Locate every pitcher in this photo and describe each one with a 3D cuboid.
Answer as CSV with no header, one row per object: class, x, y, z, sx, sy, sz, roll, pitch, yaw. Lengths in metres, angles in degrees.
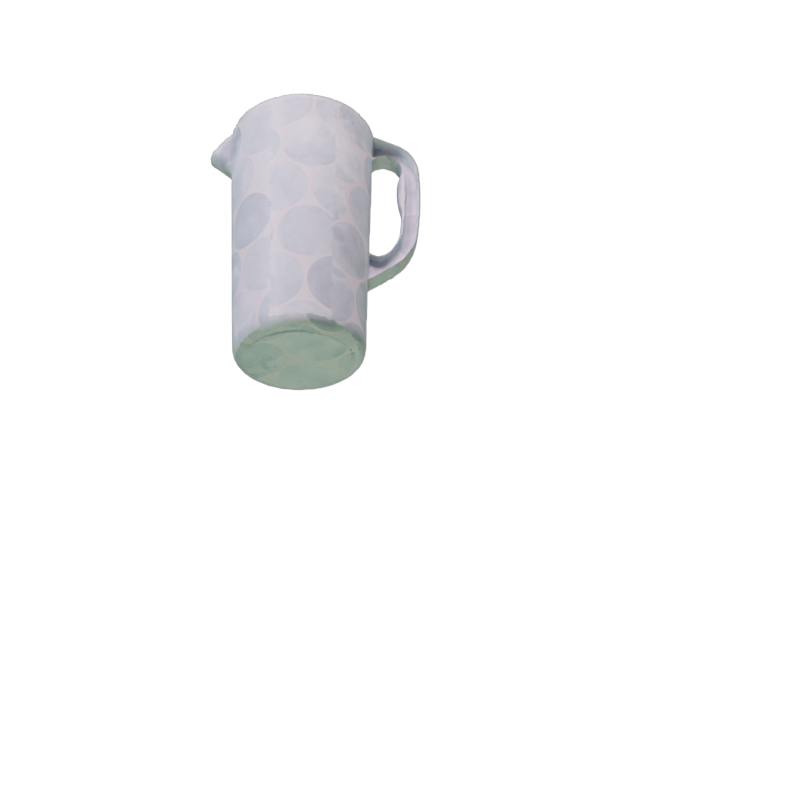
pitcher,-0.075,-0.136,0.956,0.149,0.260,0.135,-28,-42,33
